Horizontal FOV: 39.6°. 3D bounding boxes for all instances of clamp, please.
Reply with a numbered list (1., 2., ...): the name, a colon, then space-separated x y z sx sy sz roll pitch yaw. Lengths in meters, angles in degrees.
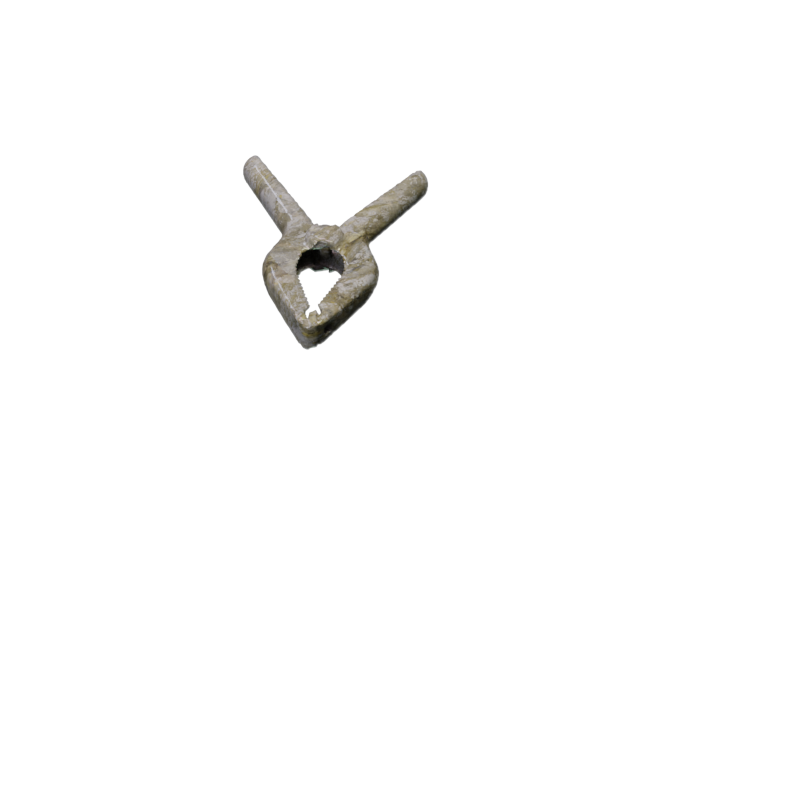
1. clamp: -0.073 -0.133 0.931 0.167 0.222 0.034 9 -41 7
